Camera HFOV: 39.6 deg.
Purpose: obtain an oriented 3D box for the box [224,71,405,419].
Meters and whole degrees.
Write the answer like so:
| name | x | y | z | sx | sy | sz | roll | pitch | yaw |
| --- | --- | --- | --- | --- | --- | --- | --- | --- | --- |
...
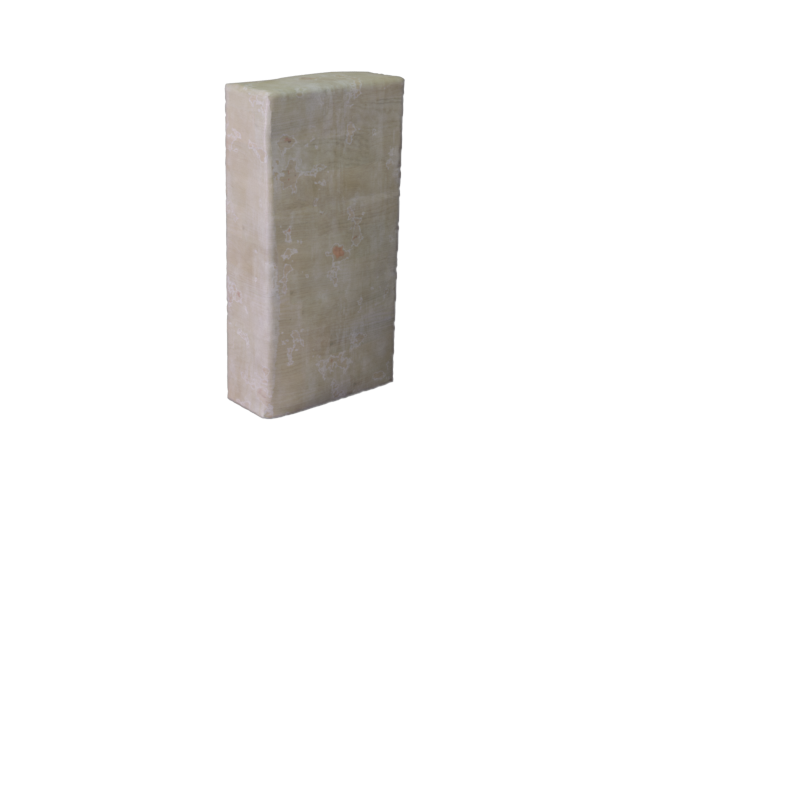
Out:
| name | x | y | z | sx | sy | sz | roll | pitch | yaw |
| --- | --- | --- | --- | --- | --- | --- | --- | --- | --- |
| box | -0.047 | -0.085 | 0.597 | 0.091 | 0.170 | 0.051 | -13 | 21 | -39 |
